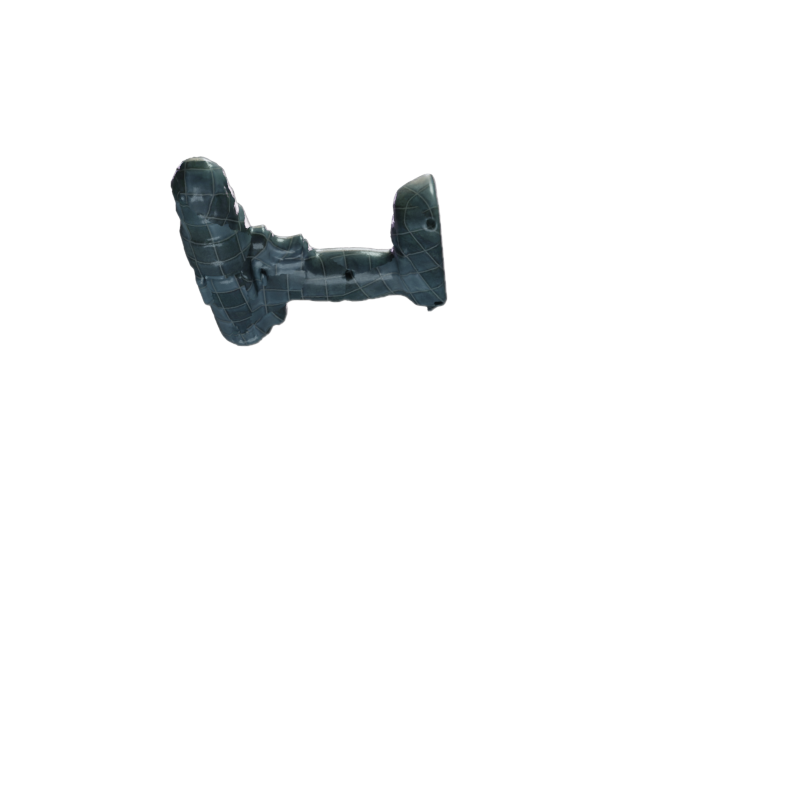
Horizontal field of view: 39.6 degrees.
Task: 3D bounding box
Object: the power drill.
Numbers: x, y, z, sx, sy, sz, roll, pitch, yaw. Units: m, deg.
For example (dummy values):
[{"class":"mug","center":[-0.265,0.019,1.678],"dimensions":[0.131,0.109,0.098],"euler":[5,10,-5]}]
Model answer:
[{"class":"power drill","center":[-0.063,-0.116,0.810],"dimensions":[0.189,0.061,0.171],"euler":[-5,-37,6]}]
